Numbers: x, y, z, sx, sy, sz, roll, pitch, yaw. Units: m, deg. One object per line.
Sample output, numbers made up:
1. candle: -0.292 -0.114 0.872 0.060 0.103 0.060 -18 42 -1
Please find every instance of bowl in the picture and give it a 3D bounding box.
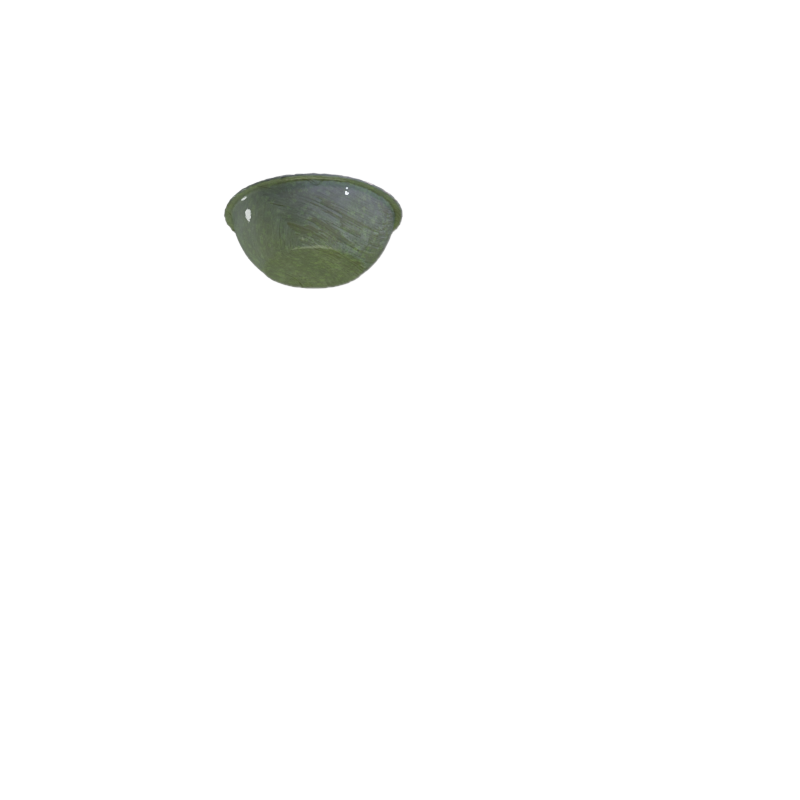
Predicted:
1. bowl: -0.078 -0.142 0.996 0.162 0.058 0.154 0 -19 -2
